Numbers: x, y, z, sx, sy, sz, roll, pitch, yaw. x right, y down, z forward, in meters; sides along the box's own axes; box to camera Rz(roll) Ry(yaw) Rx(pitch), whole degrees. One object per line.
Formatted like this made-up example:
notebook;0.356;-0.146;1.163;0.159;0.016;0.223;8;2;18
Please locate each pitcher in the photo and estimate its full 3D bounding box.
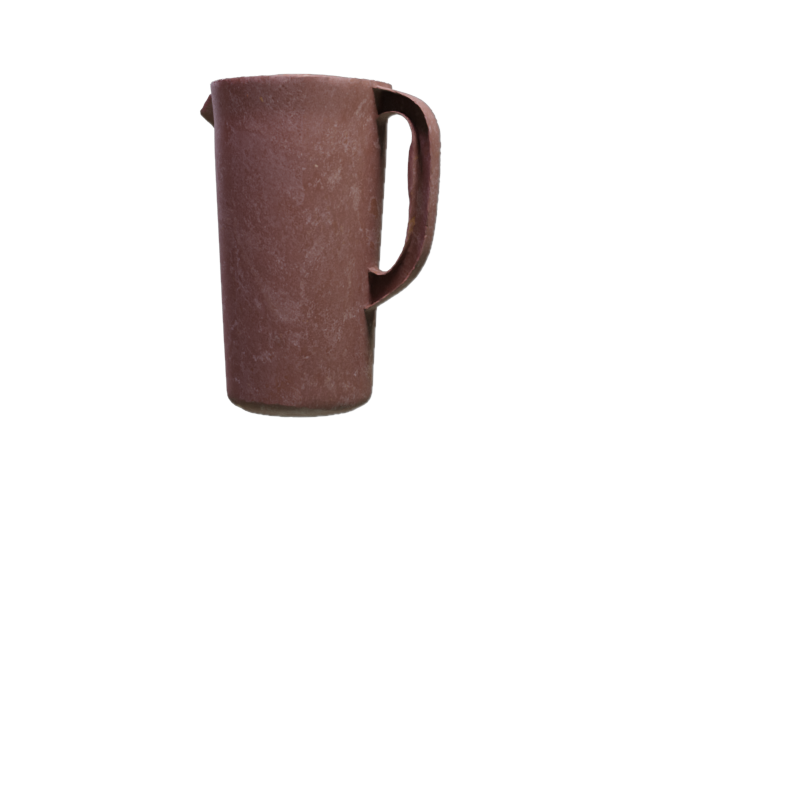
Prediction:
pitcher;-0.063;-0.115;0.807;0.141;0.241;0.154;-2;5;-22
